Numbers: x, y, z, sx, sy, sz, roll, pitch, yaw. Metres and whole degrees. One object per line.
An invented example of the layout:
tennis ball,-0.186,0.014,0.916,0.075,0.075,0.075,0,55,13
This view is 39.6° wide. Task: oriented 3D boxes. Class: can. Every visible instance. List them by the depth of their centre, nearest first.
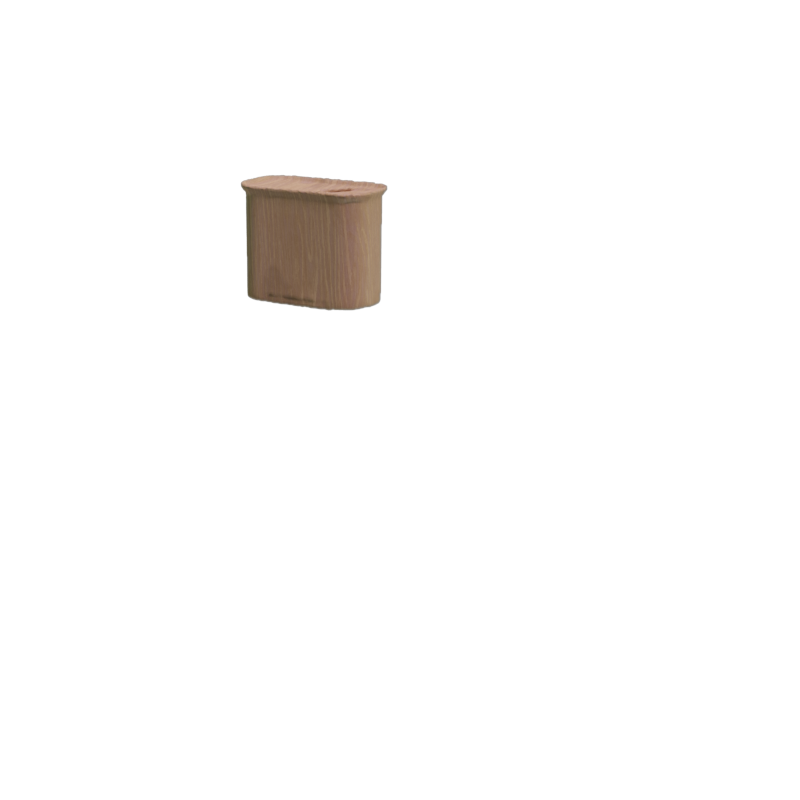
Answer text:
can,-0.061,-0.112,0.786,0.106,0.081,0.057,9,17,27
